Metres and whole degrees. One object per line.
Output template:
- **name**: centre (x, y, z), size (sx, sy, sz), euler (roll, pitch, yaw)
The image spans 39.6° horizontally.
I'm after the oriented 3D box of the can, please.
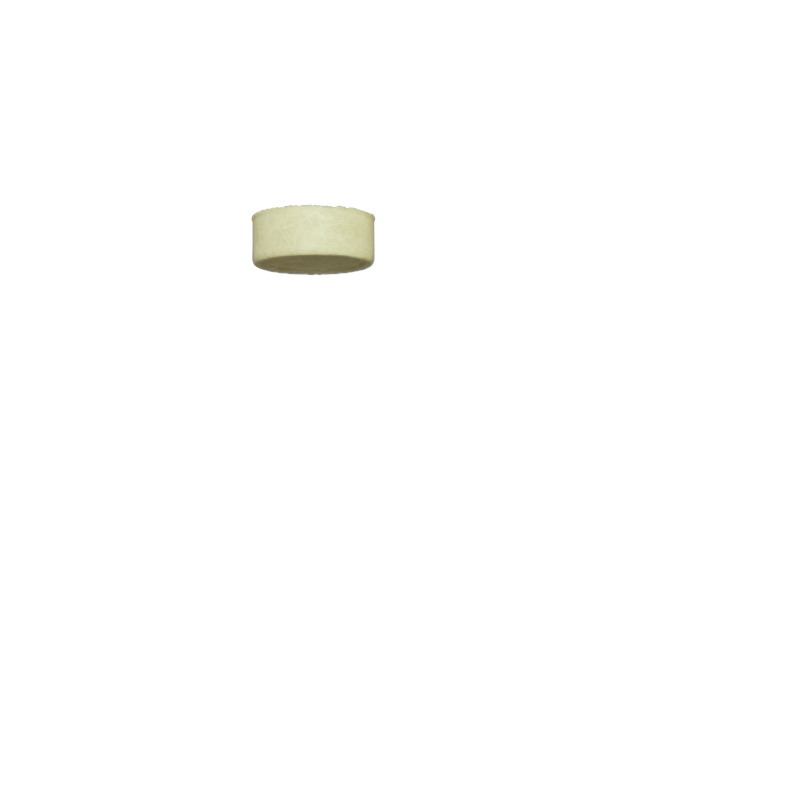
- **can**: centre (-0.060, -0.109, 0.765), size (0.086, 0.034, 0.084), euler (0, -4, -2)
